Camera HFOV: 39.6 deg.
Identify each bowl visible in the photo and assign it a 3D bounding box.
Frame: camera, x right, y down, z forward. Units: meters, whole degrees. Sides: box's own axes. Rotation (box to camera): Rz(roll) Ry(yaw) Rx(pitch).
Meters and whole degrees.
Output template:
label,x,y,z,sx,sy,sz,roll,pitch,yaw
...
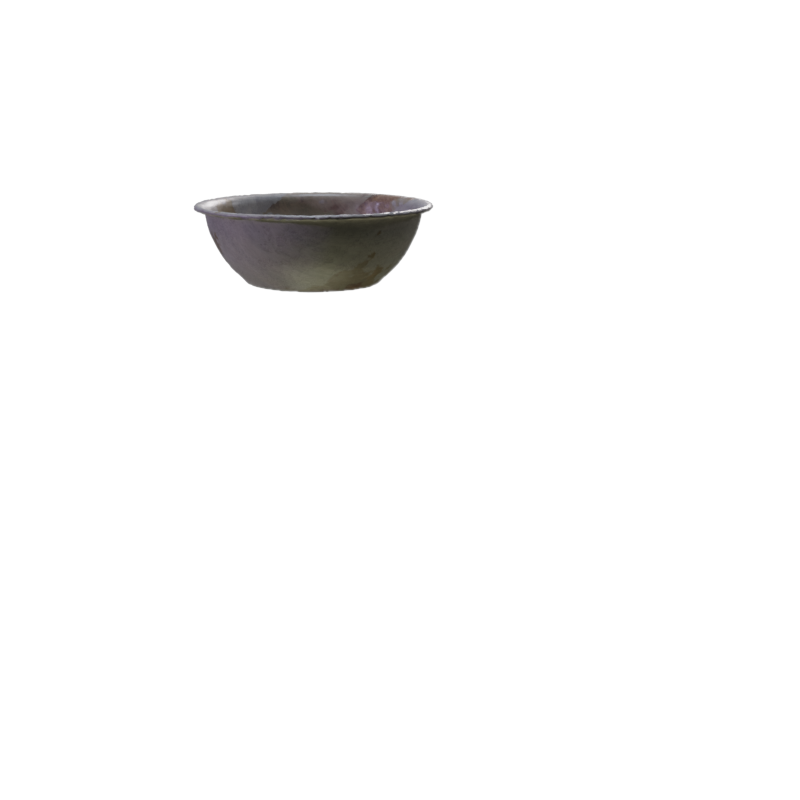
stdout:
label,x,y,z,sx,sy,sz,roll,pitch,yaw
bowl,-0.059,-0.108,0.755,0.162,0.054,0.167,0,14,-2
